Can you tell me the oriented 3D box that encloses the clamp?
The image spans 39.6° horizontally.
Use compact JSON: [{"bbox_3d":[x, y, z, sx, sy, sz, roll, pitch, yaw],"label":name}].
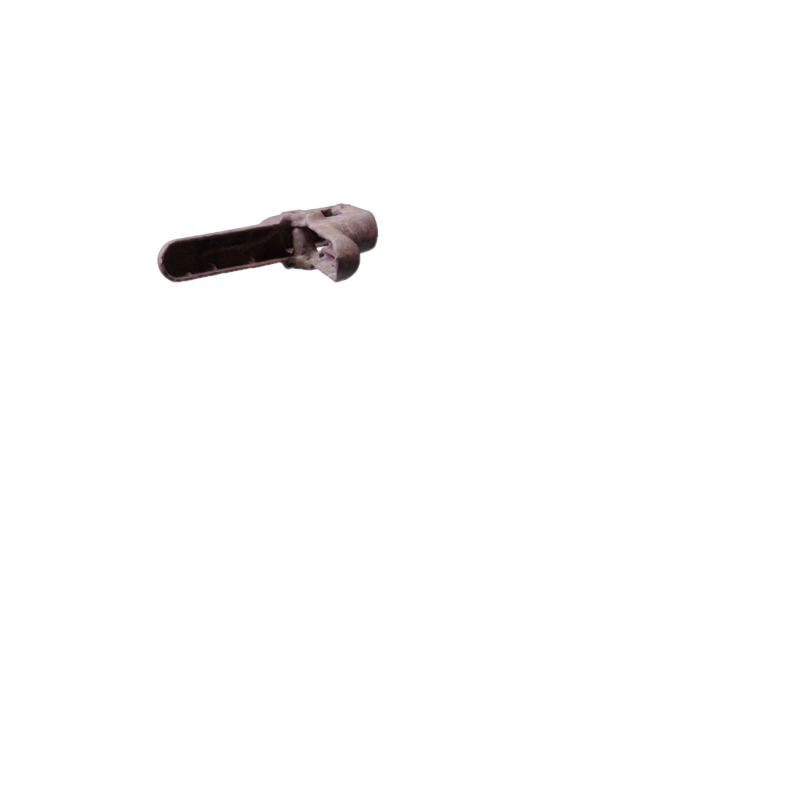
[{"bbox_3d":[-0.053,-0.097,0.677,0.125,0.038,0.171,10,22,25],"label":"clamp"}]
